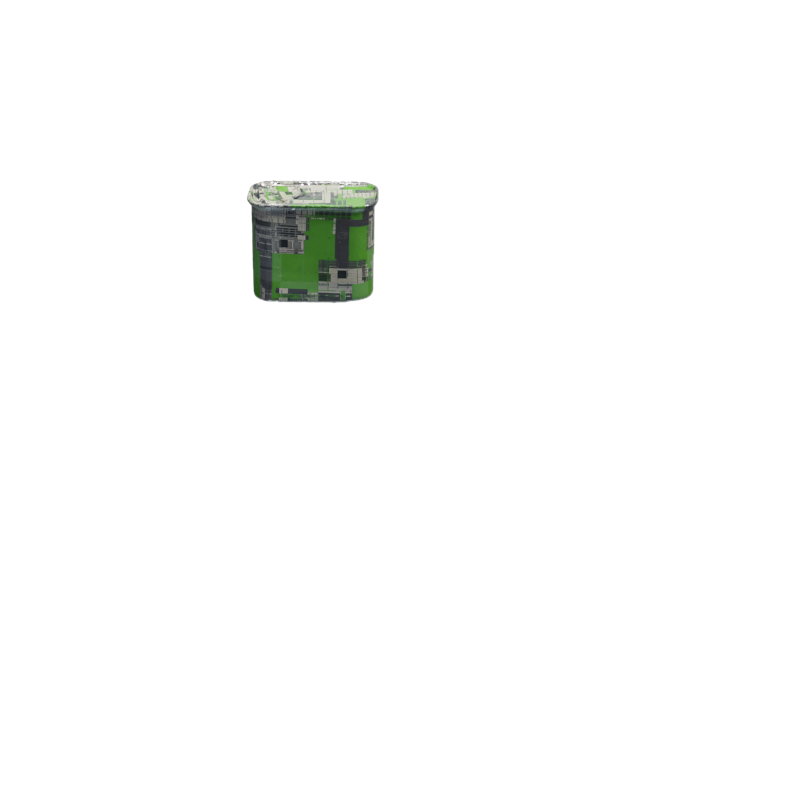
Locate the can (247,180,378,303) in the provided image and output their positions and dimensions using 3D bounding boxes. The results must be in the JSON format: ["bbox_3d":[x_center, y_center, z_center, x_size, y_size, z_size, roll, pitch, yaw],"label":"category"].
[{"bbox_3d":[-0.069,-0.126,0.880,0.102,0.080,0.060,1,25,1],"label":"can"}]
